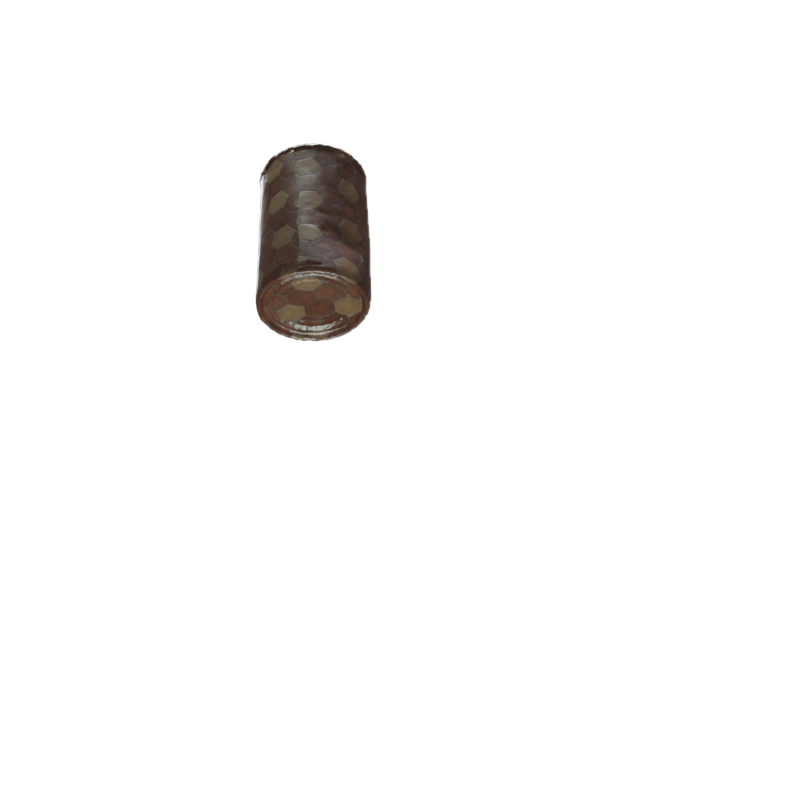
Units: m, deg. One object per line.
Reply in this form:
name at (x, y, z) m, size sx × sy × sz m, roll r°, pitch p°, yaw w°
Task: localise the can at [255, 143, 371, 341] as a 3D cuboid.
can at (-0.052, -0.095, 0.668) m, size 0.068 × 0.110 × 0.064 m, roll -1°, pitch -38°, yaw -3°
